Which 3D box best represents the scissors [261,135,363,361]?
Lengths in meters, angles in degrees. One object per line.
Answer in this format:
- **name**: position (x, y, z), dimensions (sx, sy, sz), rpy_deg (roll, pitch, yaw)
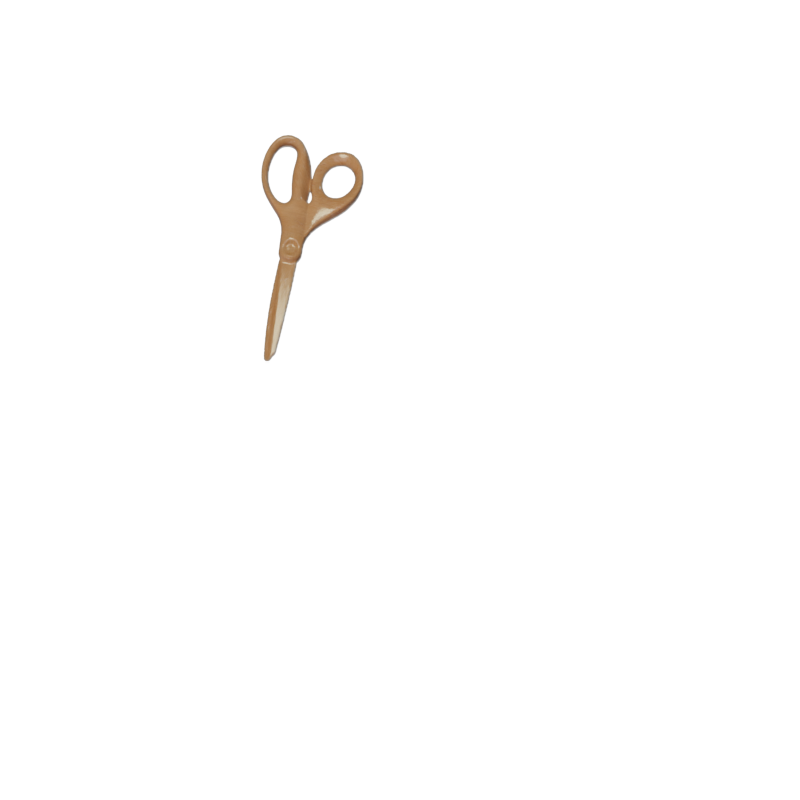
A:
- **scissors**: position (-0.072, -0.132, 0.921), dimensions (0.096, 0.213, 0.015), rpy_deg (-6, -24, -3)
